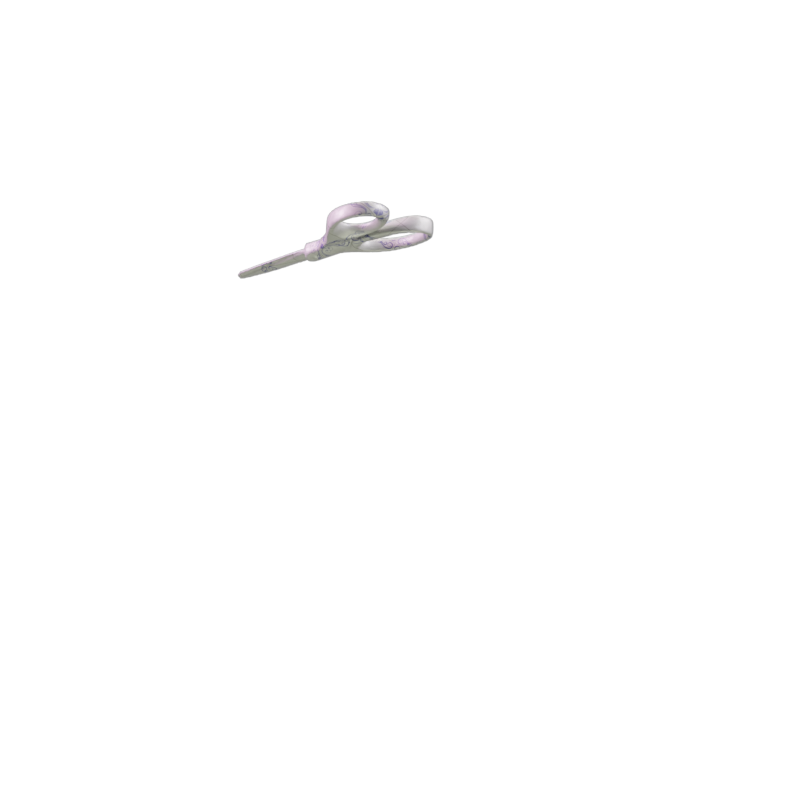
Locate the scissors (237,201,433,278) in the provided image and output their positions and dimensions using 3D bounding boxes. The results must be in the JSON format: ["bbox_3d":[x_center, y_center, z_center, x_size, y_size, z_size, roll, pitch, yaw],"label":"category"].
[{"bbox_3d":[-0.072,-0.132,0.925,0.206,0.016,0.090,-7,-16,25],"label":"scissors"}]
